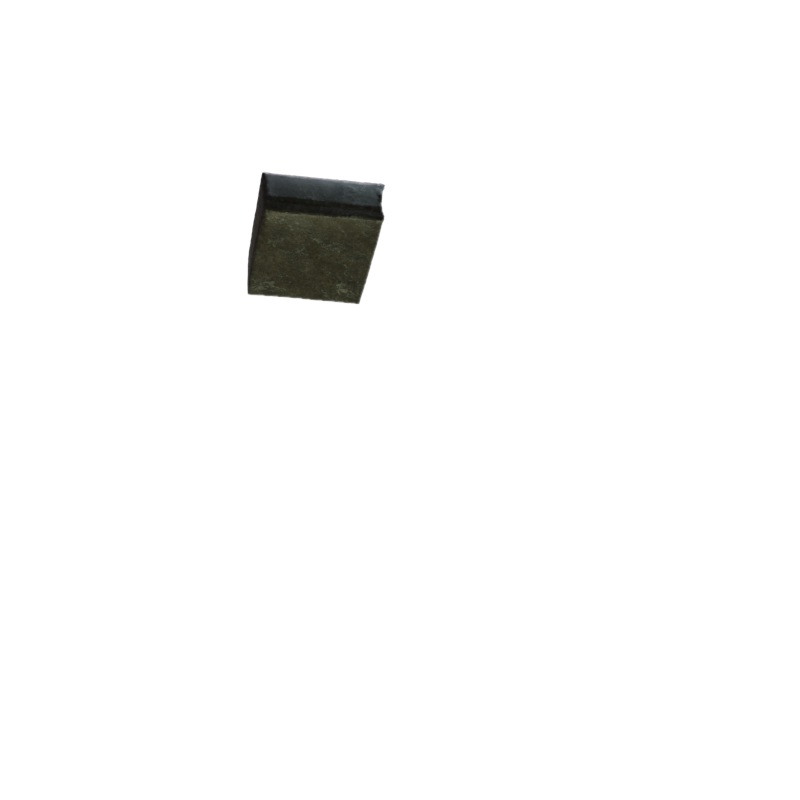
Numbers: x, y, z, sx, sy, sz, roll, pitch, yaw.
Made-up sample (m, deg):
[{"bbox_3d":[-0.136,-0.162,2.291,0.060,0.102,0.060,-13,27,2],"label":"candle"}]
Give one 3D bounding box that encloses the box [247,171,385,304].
[{"bbox_3d":[-0.065,-0.118,0.825,0.089,0.041,0.108,5,-30,-9],"label":"box"}]
